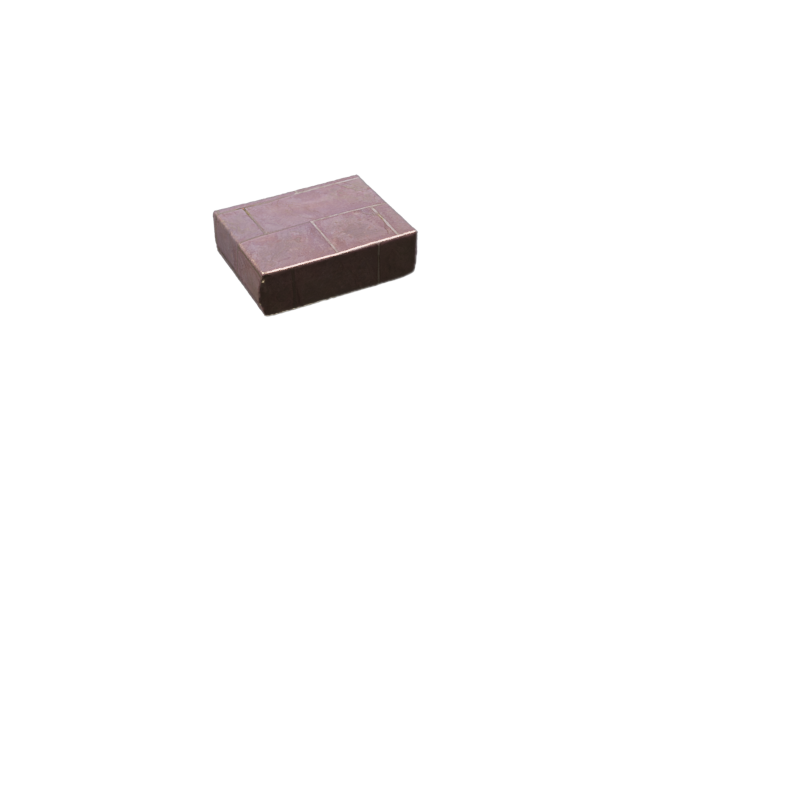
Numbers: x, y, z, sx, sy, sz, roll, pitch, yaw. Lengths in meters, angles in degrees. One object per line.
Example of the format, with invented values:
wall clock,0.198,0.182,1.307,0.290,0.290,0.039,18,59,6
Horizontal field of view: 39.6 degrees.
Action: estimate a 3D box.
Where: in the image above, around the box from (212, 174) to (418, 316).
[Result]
box,-0.058,-0.106,0.741,0.112,0.036,0.097,-17,40,-21
